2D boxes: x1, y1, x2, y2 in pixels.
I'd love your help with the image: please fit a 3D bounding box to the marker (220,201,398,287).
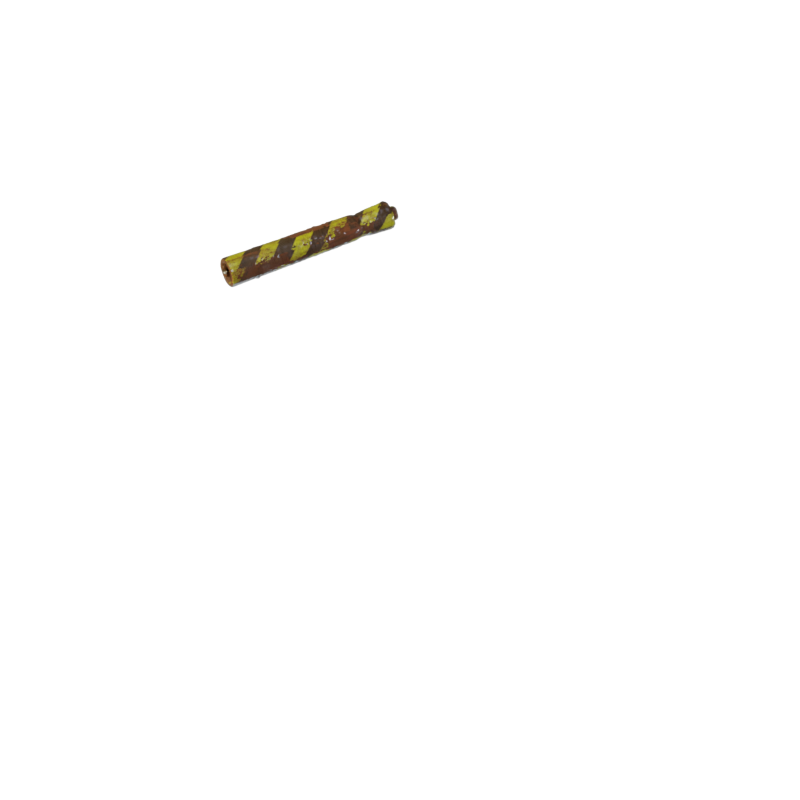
[{"bbox_3d":[-0.055,-0.100,0.697,0.120,0.019,0.020,-23,13,-21],"label":"marker"}]
